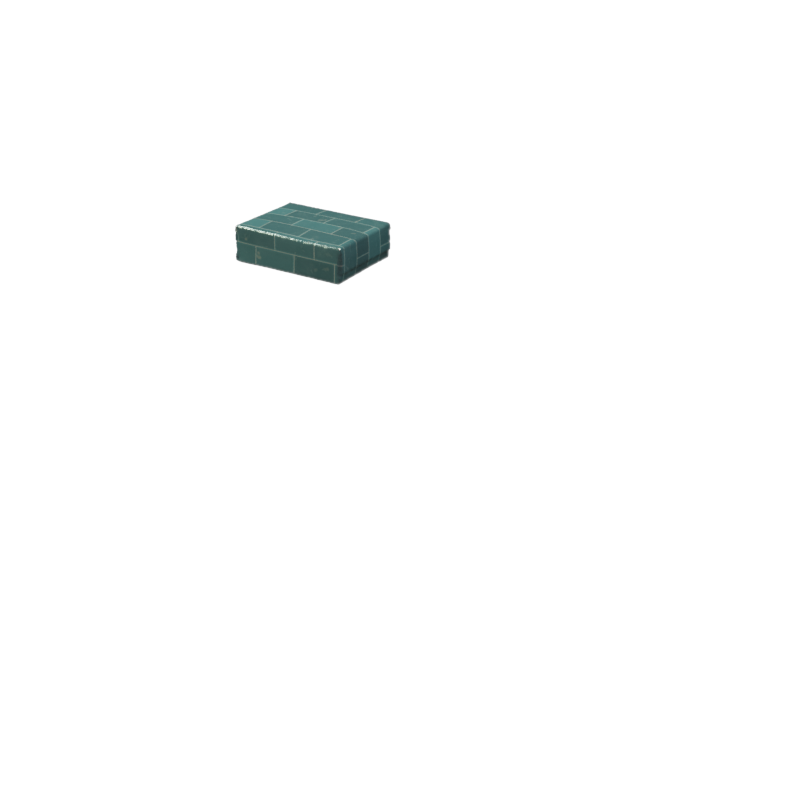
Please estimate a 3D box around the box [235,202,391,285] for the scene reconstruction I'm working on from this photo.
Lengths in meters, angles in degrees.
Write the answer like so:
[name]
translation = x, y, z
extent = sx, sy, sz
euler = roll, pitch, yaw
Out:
[box]
translation = -0.078, -0.143, 1.000
extent = 0.119, 0.037, 0.090
euler = 13, 26, 28
